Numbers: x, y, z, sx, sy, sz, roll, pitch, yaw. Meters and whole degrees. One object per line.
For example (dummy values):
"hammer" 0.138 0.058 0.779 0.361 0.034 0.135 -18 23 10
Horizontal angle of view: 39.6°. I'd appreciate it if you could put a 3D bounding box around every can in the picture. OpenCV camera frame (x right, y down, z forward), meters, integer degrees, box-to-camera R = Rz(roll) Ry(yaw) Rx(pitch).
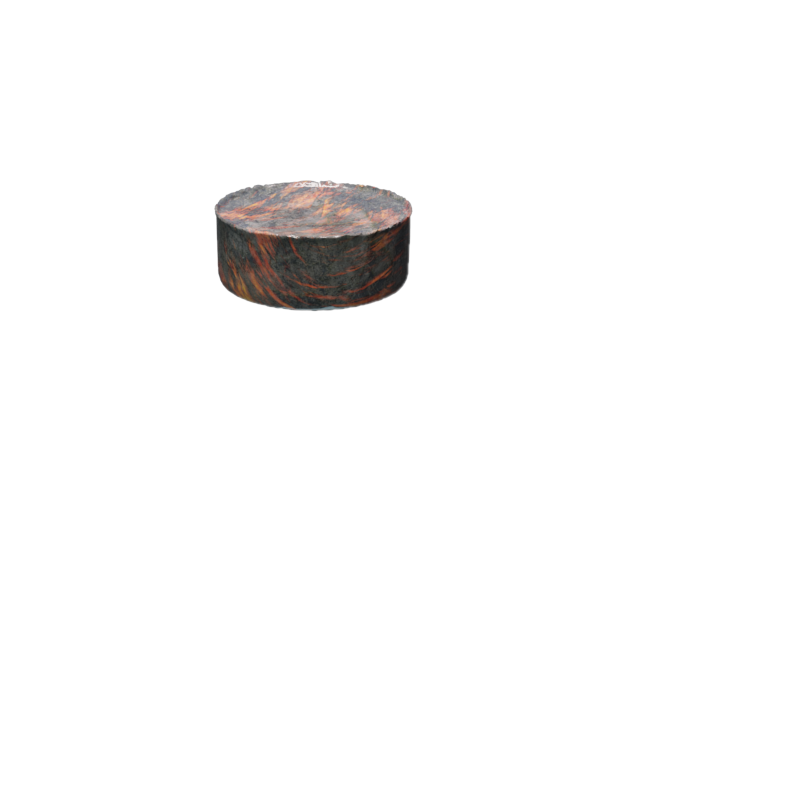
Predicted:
"can" -0.038 -0.069 0.486 0.086 0.032 0.090 -1 25 -2
